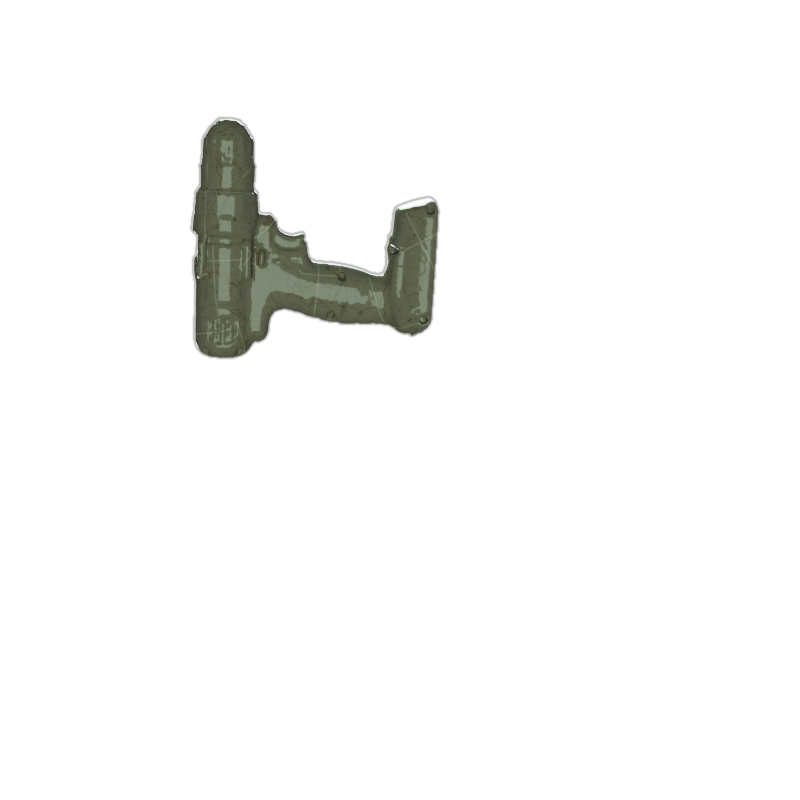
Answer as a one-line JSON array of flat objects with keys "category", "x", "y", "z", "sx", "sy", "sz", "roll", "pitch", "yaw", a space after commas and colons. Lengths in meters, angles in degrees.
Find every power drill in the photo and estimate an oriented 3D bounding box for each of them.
[{"category": "power drill", "x": -0.067, "y": -0.122, "z": 0.856, "sx": 0.187, "sy": 0.181, "sz": 0.058, "roll": 2, "pitch": 7, "yaw": -1}]
